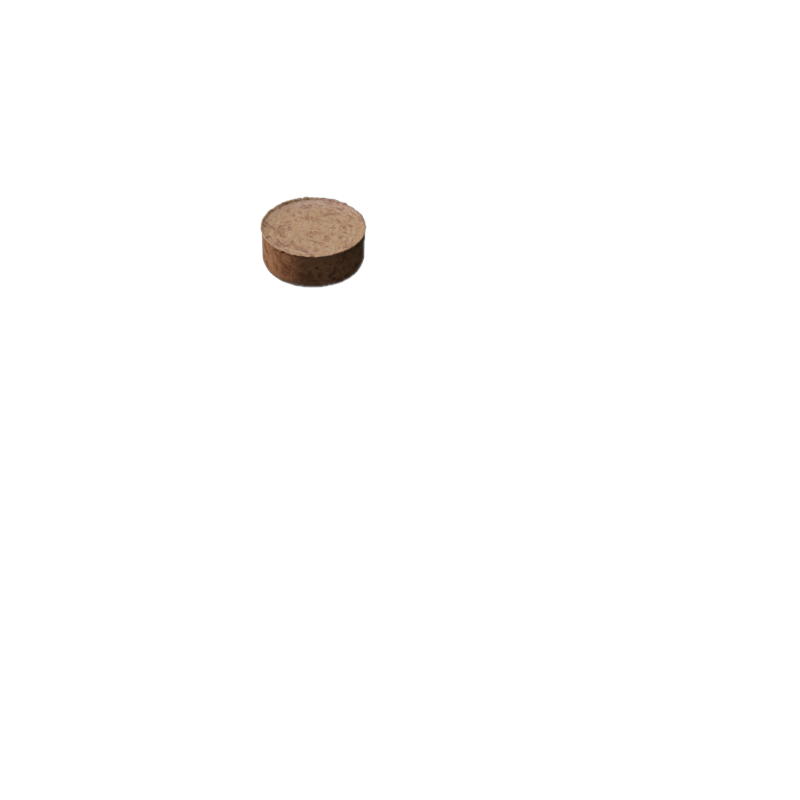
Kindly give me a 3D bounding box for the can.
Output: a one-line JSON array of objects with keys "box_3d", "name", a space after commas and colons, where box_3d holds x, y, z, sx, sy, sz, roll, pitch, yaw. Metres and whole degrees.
[{"box_3d": [-0.071, -0.130, 0.909, 0.086, 0.031, 0.092, -1, 40, -2], "name": "can"}]
